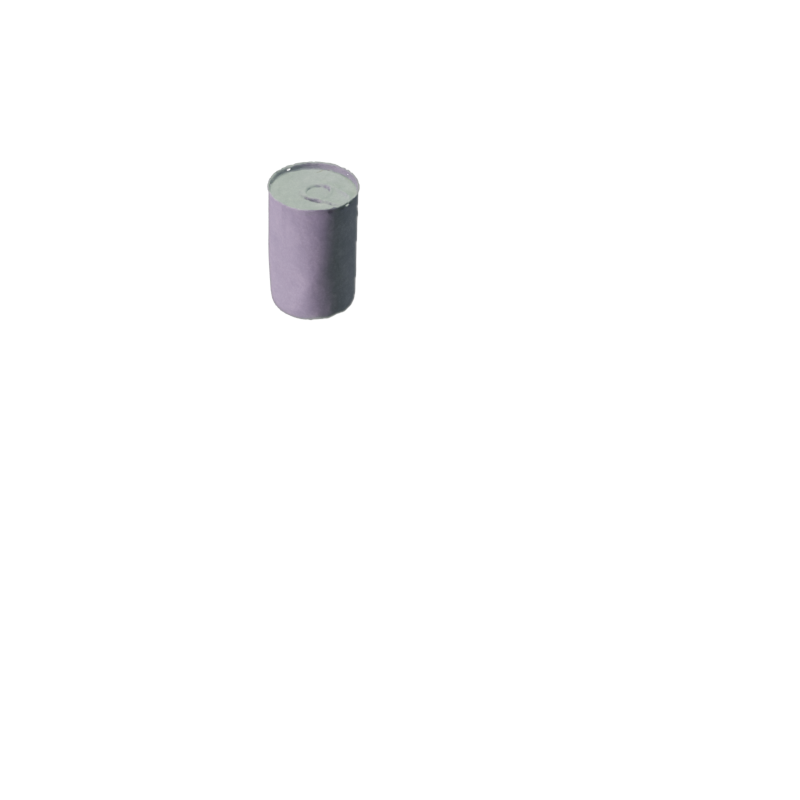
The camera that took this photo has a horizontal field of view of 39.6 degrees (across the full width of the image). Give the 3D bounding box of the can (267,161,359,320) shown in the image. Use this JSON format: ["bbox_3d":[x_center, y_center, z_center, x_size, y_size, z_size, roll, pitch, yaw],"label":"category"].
[{"bbox_3d":[-0.066,-0.120,0.841,0.068,0.095,0.073,0,38,-3],"label":"can"}]
